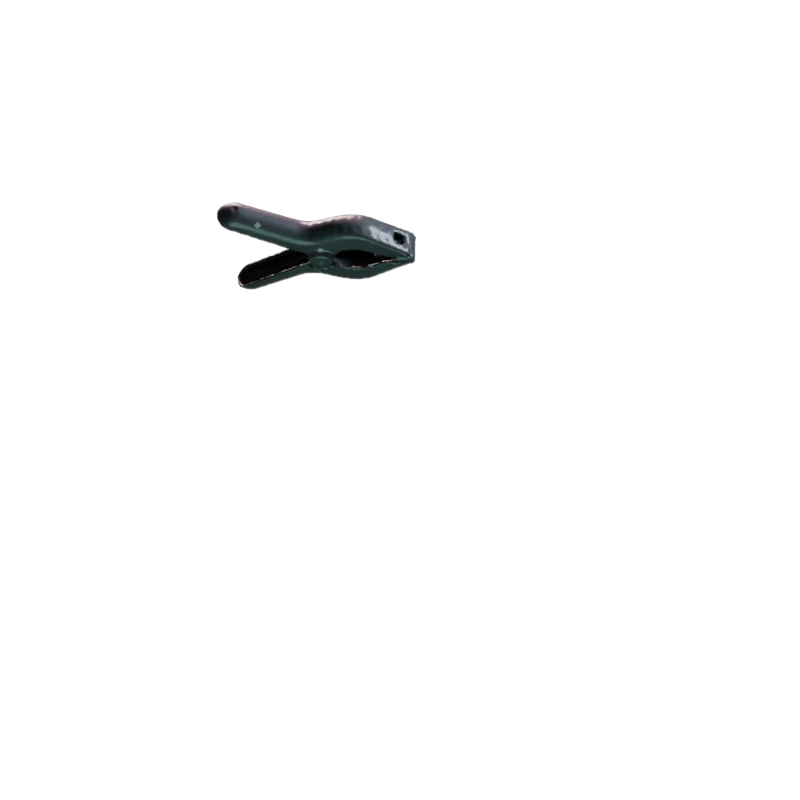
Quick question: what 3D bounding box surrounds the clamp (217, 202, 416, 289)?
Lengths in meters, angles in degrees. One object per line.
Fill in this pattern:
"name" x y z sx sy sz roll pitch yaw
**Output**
"clamp" -0.075 -0.137 0.962 0.174 0.041 0.112 -5 -21 12
